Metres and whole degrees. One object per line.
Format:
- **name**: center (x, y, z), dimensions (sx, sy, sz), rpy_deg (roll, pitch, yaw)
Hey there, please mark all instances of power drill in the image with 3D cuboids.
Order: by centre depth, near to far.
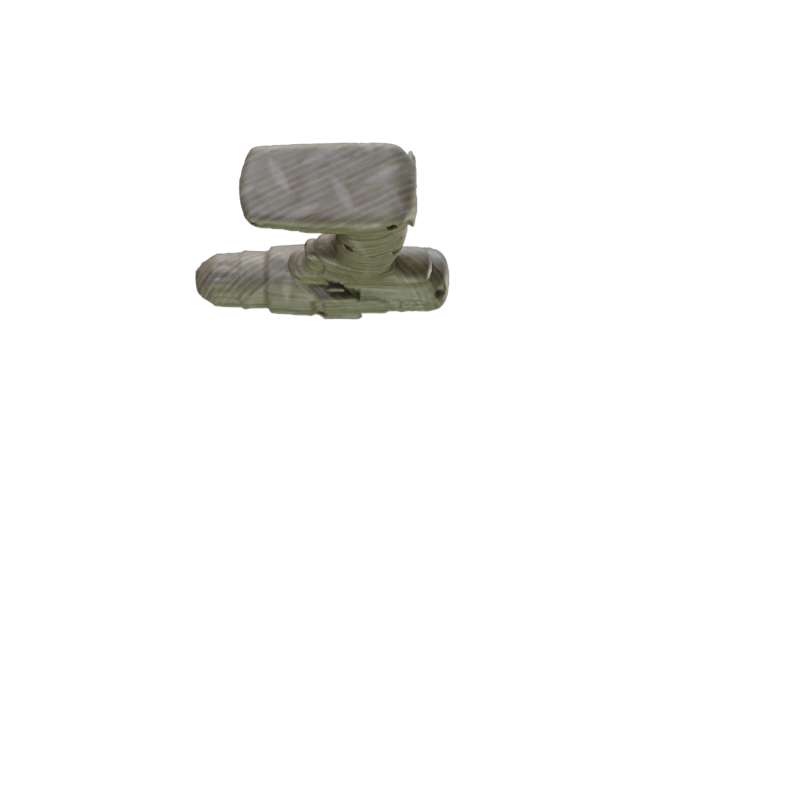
- **power drill**: center (-0.058, -0.106, 0.742), dimensions (0.185, 0.060, 0.179), rpy_deg (-1, -15, 3)
